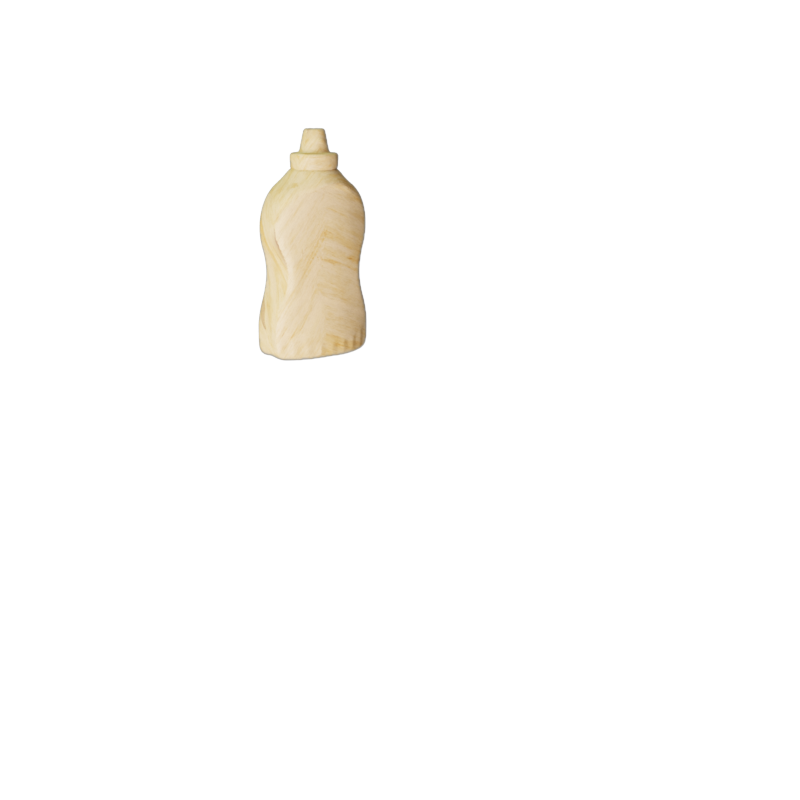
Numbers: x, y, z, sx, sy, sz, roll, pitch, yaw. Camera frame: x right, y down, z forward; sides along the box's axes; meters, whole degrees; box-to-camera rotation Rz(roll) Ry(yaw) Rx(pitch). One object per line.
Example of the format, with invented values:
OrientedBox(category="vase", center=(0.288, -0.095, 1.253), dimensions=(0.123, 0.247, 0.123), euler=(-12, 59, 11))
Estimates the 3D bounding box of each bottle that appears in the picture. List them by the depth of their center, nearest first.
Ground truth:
OrientedBox(category="bottle", center=(-0.073, -0.134, 0.942), dimensions=(0.093, 0.188, 0.061), euler=(-6, 10, -34))
